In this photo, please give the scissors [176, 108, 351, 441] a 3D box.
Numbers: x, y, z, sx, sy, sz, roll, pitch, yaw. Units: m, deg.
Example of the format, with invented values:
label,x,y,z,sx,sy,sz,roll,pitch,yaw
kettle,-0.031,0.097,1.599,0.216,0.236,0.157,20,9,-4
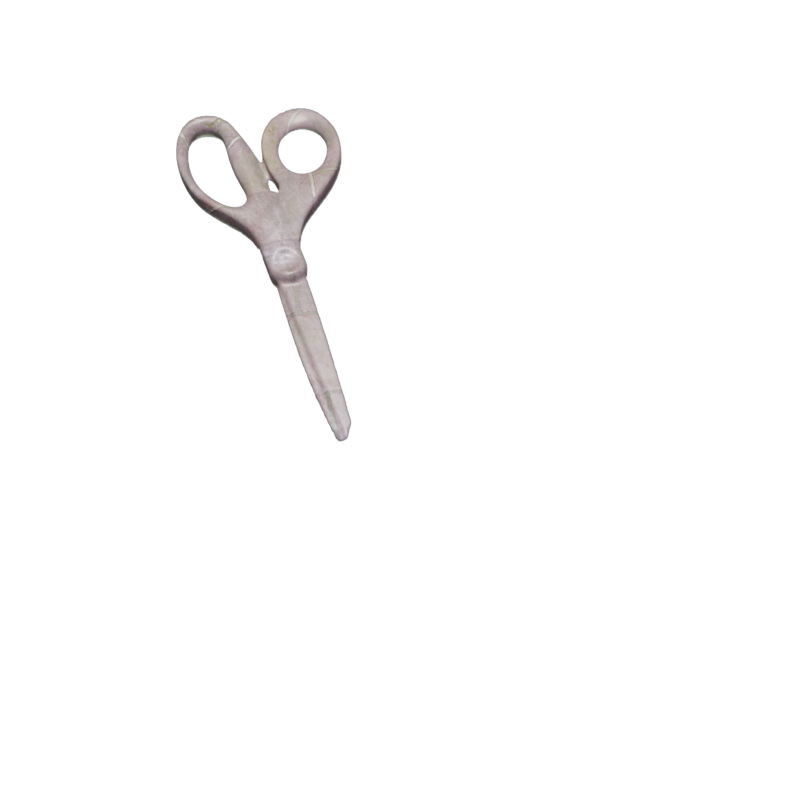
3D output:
label,x,y,z,sx,sy,sz,roll,pitch,yaw
scissors,-0.044,-0.080,0.560,0.096,0.216,0.015,-28,-29,-17
